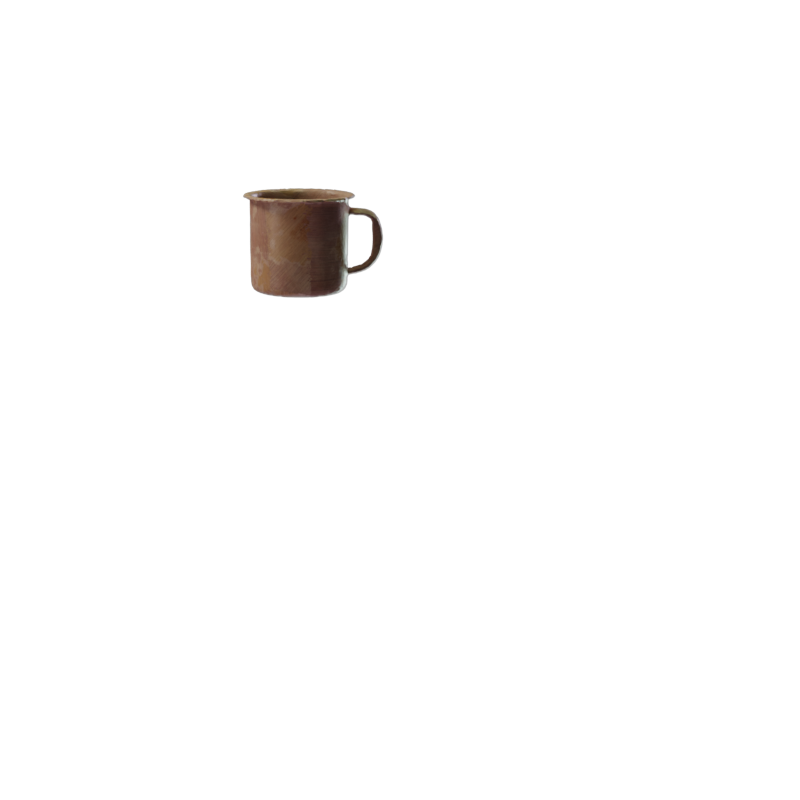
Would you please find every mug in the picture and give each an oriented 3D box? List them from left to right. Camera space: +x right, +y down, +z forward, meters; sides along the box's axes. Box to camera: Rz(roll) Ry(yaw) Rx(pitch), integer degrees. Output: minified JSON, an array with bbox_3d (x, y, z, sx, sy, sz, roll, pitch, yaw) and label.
[{"bbox_3d":[-0.073,-0.133,0.929,0.116,0.079,0.097,-2,13,-9],"label":"mug"}]
